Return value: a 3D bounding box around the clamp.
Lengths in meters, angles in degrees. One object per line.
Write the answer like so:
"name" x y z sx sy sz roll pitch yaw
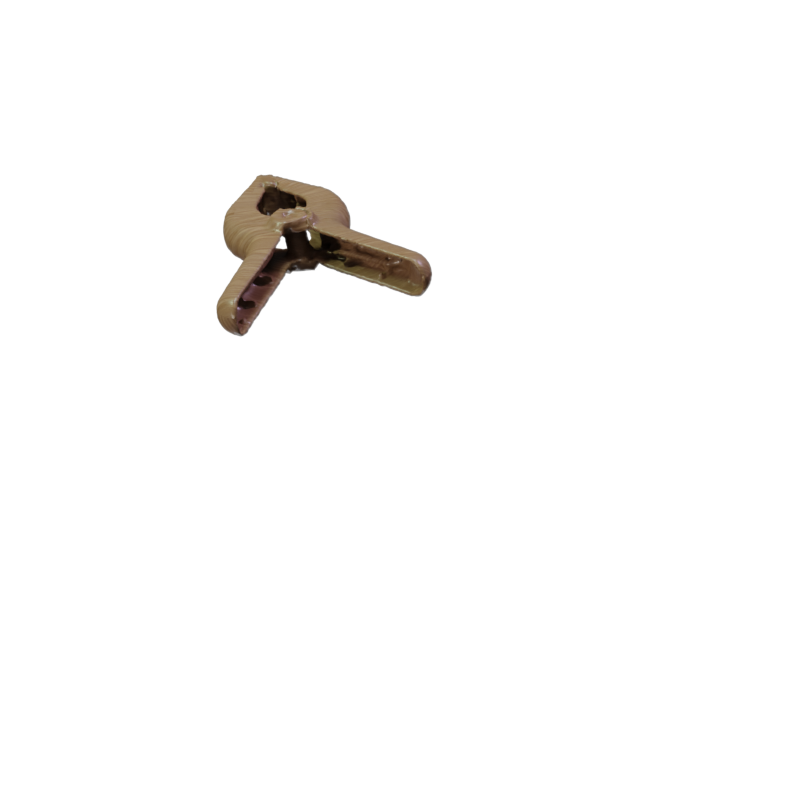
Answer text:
"clamp" -0.052 -0.095 0.666 0.119 0.037 0.184 -5 34 -7
